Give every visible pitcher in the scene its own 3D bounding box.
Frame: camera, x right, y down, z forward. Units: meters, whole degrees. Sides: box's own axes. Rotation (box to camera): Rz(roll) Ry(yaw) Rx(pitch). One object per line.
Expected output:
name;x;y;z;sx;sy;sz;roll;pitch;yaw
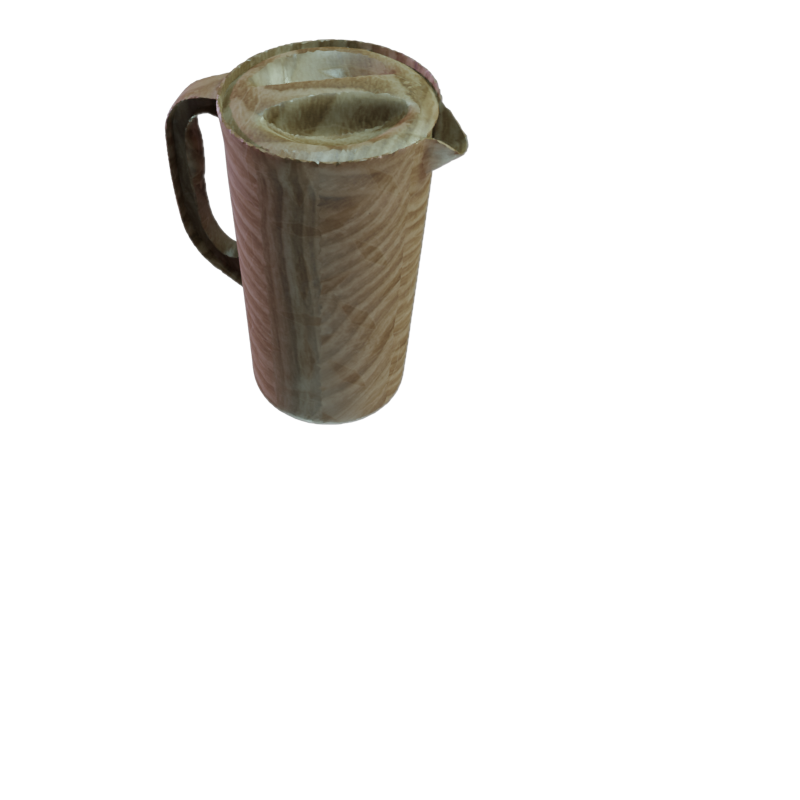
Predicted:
pitcher;-0.057;-0.103;0.722;0.143;0.226;0.161;-20;48;-22
